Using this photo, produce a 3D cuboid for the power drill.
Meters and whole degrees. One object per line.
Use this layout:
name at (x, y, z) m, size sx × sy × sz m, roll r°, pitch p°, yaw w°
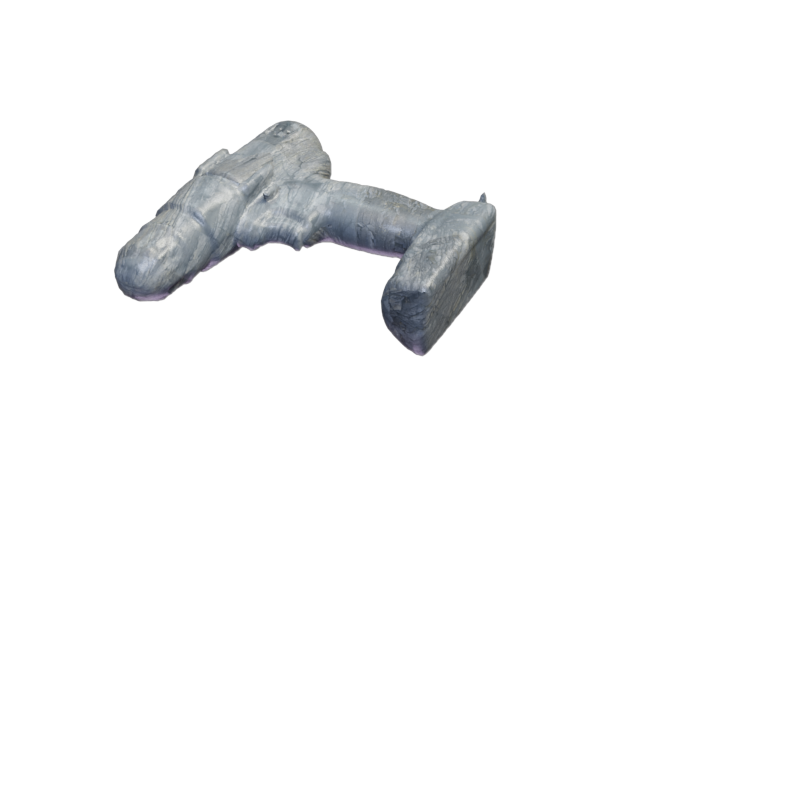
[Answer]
power drill at (-0.052, -0.095, 0.662) m, size 0.196 × 0.053 × 0.189 m, roll 22°, pitch 48°, yaw 22°
